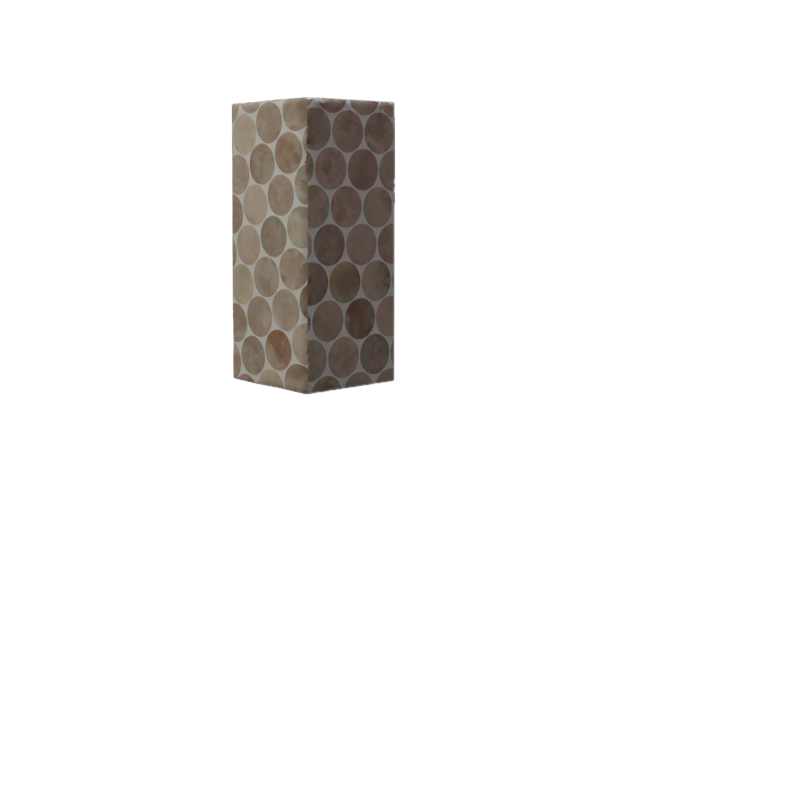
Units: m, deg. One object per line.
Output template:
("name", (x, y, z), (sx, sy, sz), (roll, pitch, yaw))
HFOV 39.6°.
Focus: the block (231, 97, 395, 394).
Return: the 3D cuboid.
("block", (-0.064, -0.117, 0.822), (0.087, 0.204, 0.094), (-4, 6, -42))
